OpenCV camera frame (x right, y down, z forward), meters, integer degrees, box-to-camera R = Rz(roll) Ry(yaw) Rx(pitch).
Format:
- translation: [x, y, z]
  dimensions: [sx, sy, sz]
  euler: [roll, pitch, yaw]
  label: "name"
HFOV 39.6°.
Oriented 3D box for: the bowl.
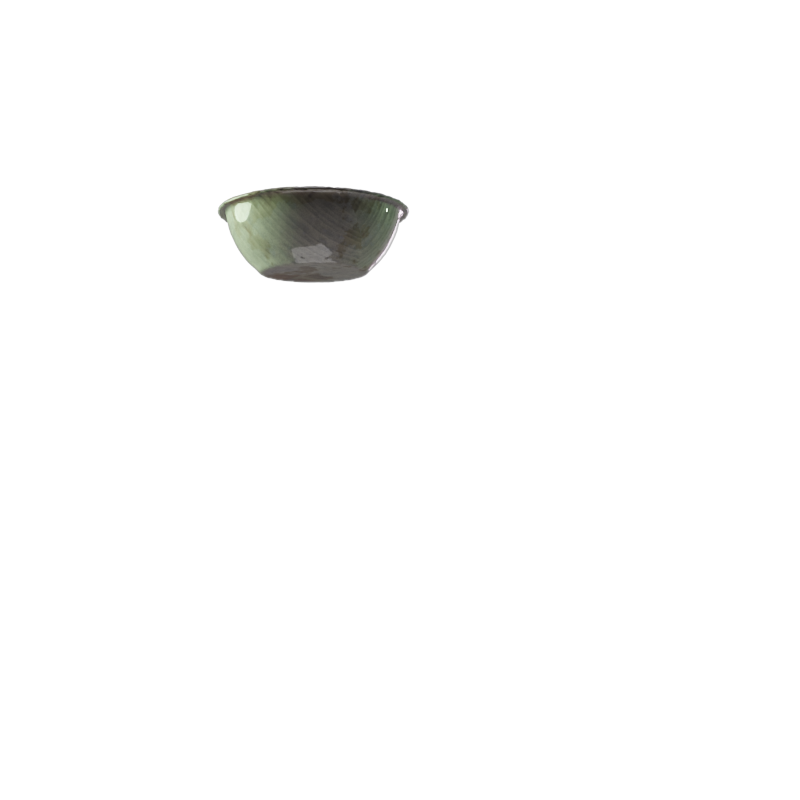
- translation: [-0.073, -0.133, 0.934]
  dimensions: [0.162, 0.056, 0.159]
  euler: [0, -5, -2]
  label: "bowl"
